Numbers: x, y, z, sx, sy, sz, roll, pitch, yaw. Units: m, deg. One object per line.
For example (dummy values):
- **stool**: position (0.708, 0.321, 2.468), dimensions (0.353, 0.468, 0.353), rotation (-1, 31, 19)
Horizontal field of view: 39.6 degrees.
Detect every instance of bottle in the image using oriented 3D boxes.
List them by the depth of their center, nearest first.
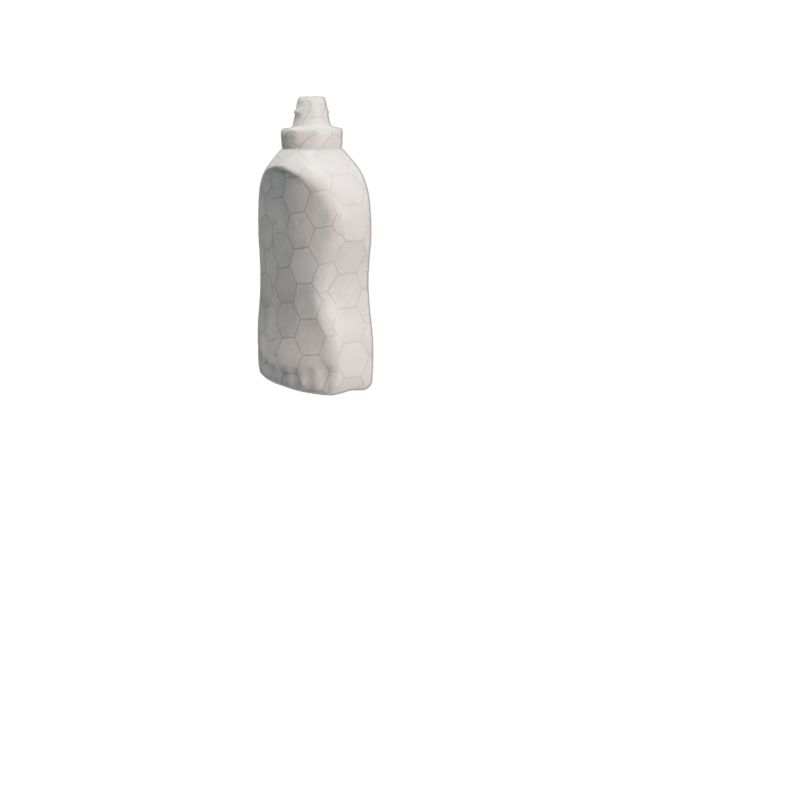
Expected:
- **bottle**: position (-0.058, -0.105, 0.739), dimensions (0.056, 0.188, 0.101), rotation (-4, 9, -35)
